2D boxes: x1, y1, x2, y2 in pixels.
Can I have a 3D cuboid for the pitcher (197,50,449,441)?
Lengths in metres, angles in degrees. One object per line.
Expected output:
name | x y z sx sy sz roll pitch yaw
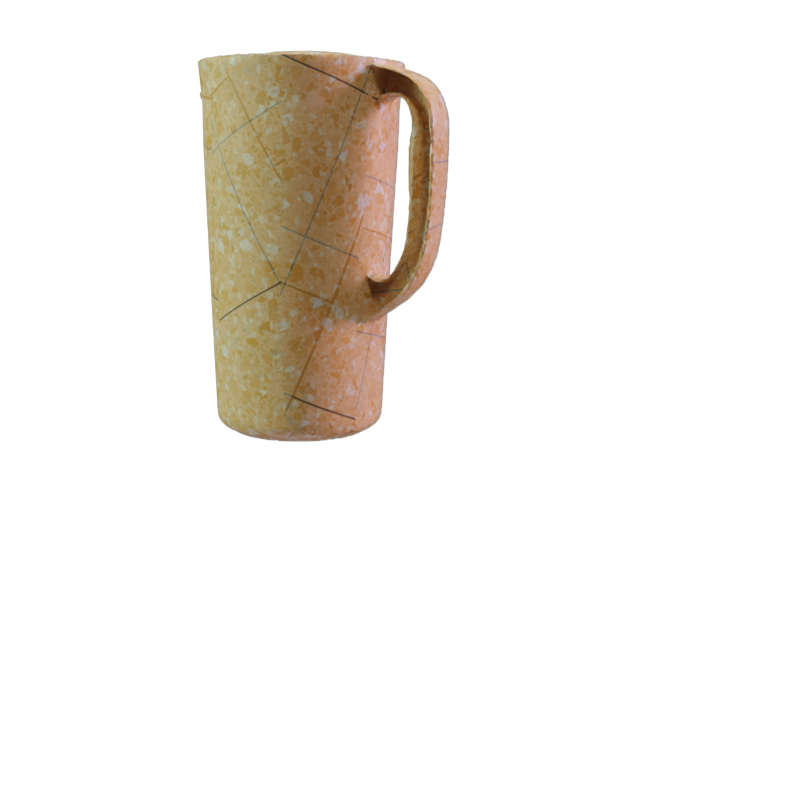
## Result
pitcher | -0.056 -0.102 0.712 0.143 0.240 0.153 -1 6 -11
